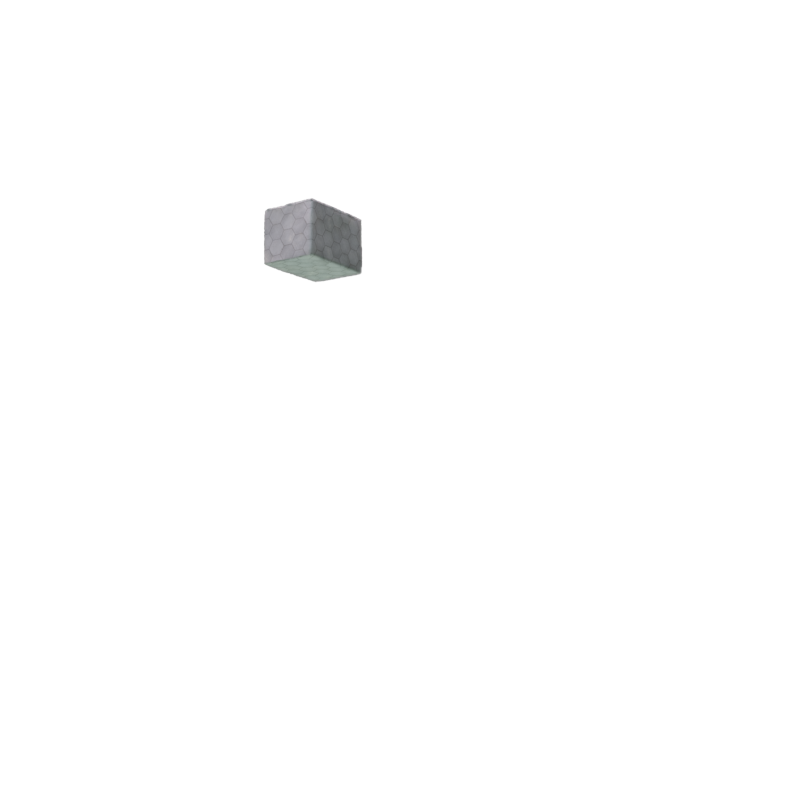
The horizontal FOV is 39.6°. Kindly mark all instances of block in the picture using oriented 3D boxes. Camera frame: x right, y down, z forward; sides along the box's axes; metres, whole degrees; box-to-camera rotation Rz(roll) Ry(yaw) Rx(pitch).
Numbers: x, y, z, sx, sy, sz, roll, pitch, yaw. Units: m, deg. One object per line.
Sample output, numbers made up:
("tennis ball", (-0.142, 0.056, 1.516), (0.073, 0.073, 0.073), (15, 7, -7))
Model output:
("block", (-0.076, -0.138, 0.969), (0.054, 0.053, 0.074), (-9, -14, 33))
